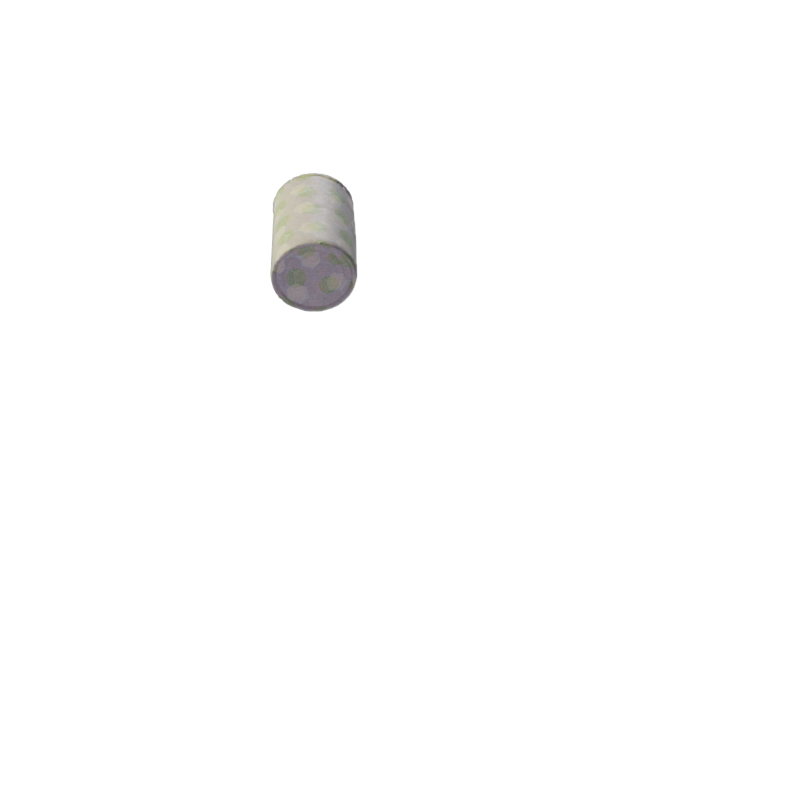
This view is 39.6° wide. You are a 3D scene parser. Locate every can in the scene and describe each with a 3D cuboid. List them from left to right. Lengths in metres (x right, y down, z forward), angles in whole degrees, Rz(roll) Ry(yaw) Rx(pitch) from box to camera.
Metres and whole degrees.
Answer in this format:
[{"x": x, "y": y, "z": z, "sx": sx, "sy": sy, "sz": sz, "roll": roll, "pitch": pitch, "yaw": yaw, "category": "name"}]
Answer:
[{"x": -0.069, "y": -0.126, "z": 0.885, "sx": 0.068, "sy": 0.064, "sz": 0.109, "roll": -1, "pitch": 38, "yaw": -3, "category": "can"}]
